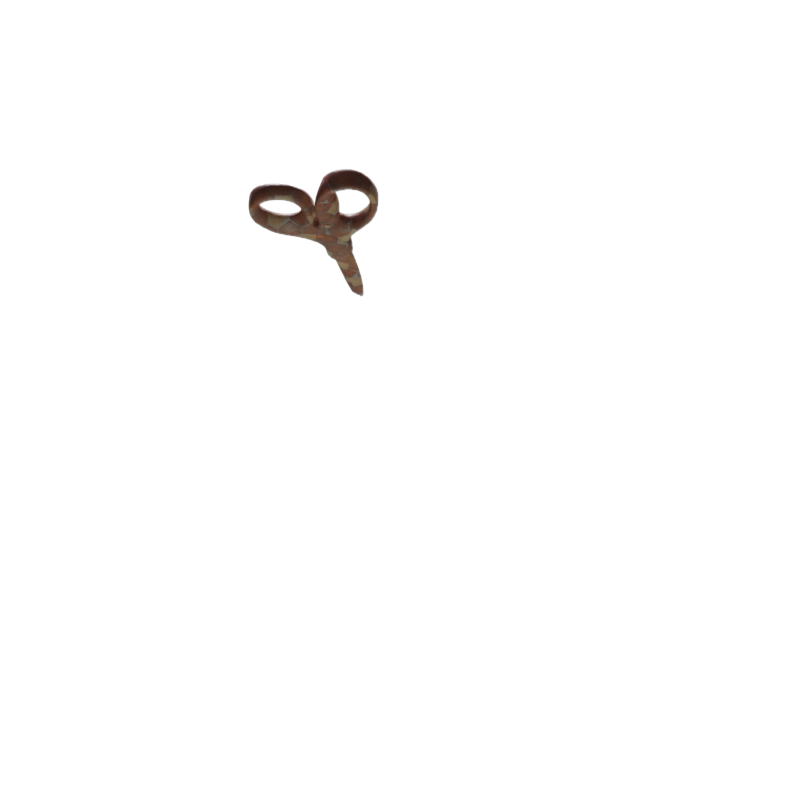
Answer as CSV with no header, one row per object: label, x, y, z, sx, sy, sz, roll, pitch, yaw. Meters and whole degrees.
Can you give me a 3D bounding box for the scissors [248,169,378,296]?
scissors,-0.063,-0.114,0.800,0.095,0.016,0.194,2,-18,-8
